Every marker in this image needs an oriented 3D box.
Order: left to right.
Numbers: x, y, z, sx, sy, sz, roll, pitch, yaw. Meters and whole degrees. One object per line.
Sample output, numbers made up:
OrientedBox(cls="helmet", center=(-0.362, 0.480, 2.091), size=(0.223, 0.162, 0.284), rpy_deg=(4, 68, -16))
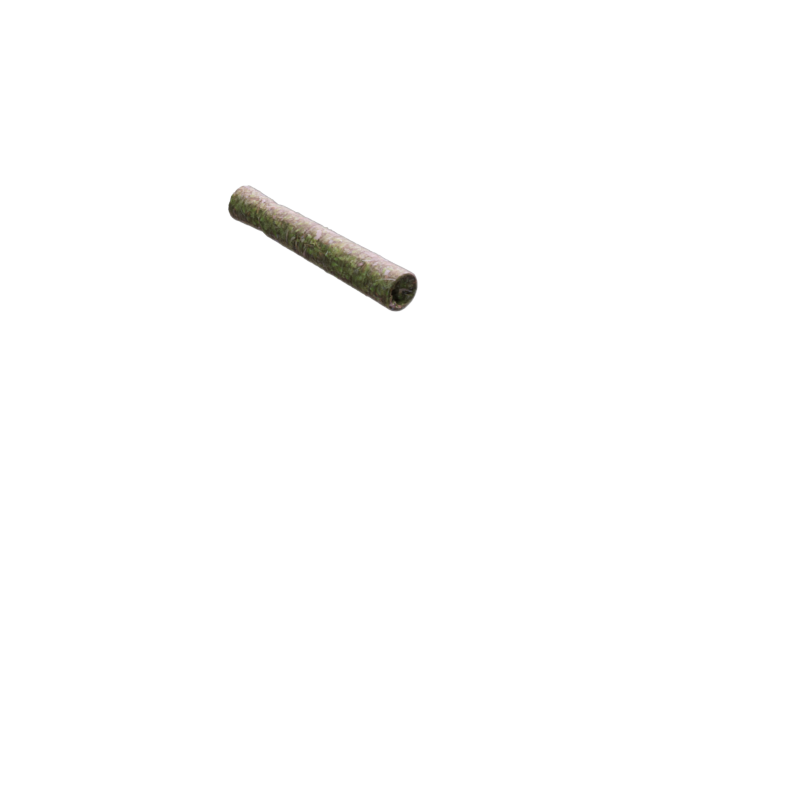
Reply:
OrientedBox(cls="marker", center=(-0.040, -0.074, 0.516), size=(0.019, 0.019, 0.130), rpy_deg=(-3, 27, -44))
